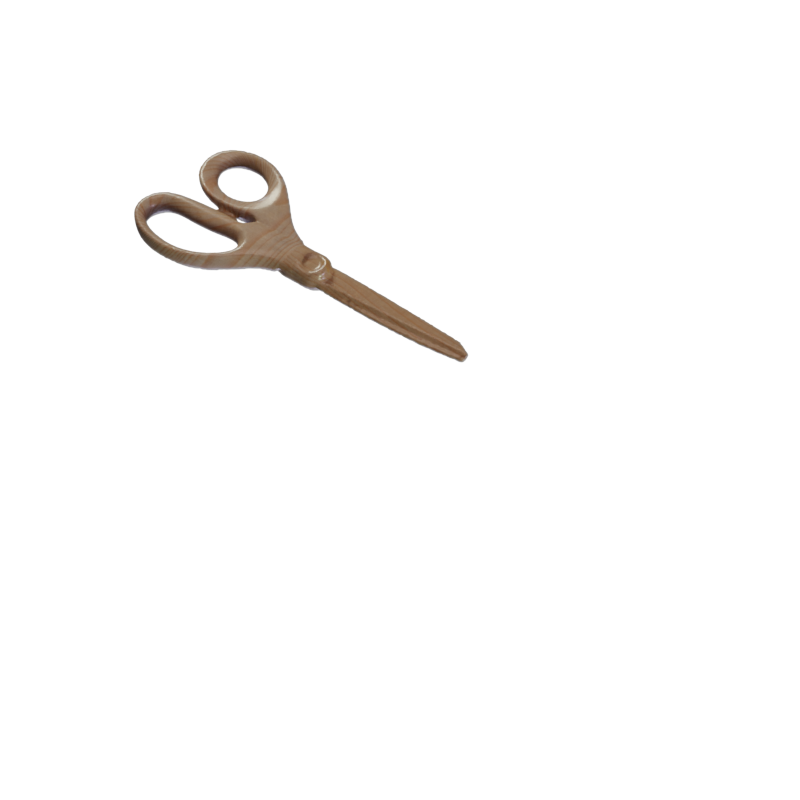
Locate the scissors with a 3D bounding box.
[{"bbox_3d":[-0.048,-0.087,0.611,0.207,0.100,0.015,17,-36,13],"label":"scissors"}]
